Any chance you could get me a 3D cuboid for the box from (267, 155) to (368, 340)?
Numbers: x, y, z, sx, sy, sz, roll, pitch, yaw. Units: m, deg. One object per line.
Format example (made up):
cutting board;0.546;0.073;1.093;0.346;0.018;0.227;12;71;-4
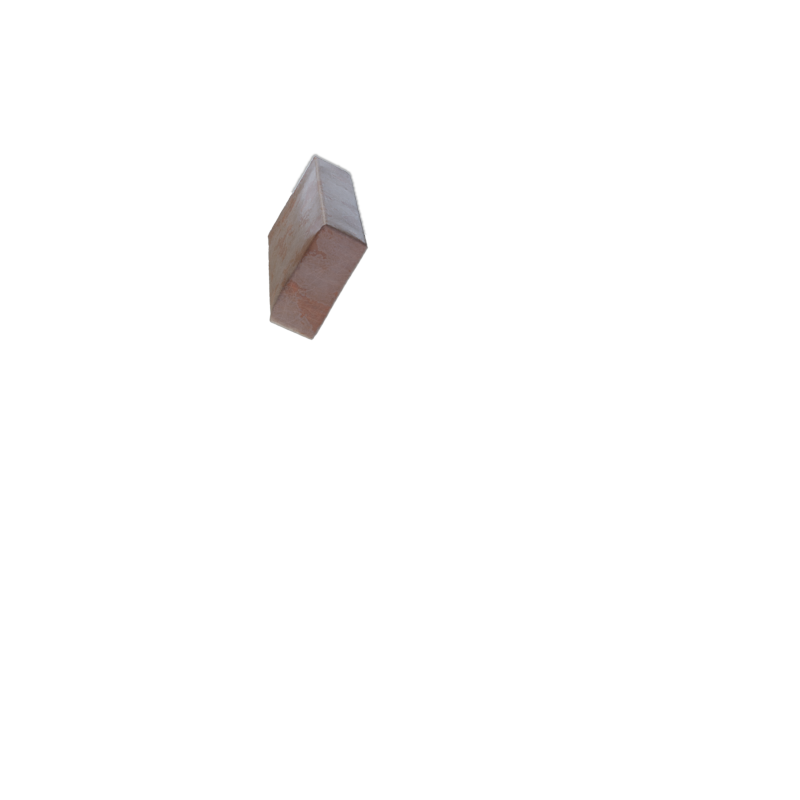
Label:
box;-0.072;-0.132;0.924;0.047;0.091;0.186;27;22;-17
